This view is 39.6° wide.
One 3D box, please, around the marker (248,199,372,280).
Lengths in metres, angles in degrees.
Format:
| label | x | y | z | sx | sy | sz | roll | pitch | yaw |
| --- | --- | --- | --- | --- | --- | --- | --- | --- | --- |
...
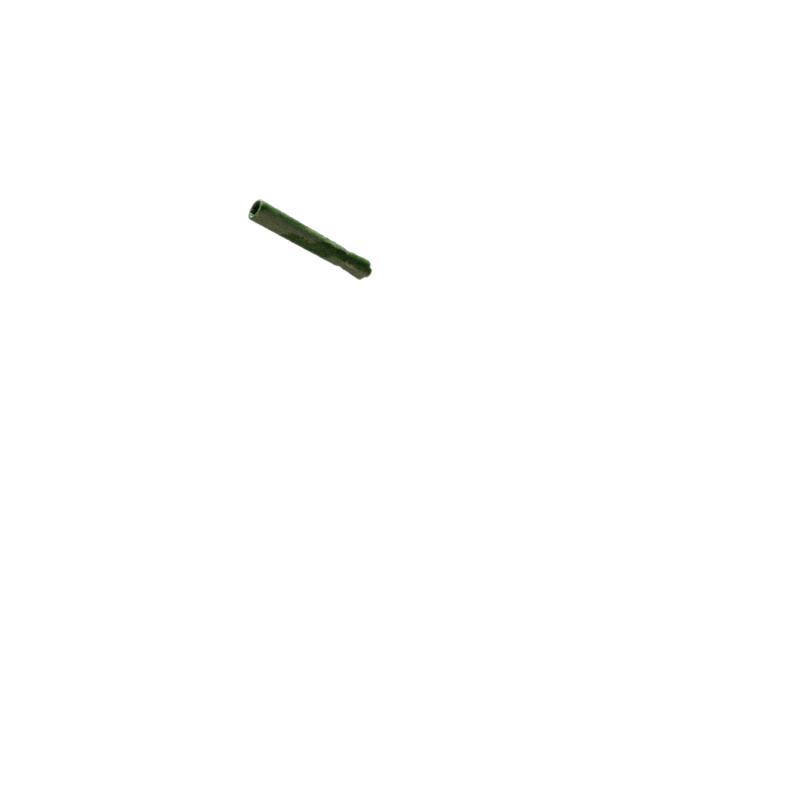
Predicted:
| label | x | y | z | sx | sy | sz | roll | pitch | yaw |
| --- | --- | --- | --- | --- | --- | --- | --- | --- | --- |
| marker | -0.072 | -0.132 | 0.924 | 0.115 | 0.020 | 0.020 | 27 | -10 | -27 |
